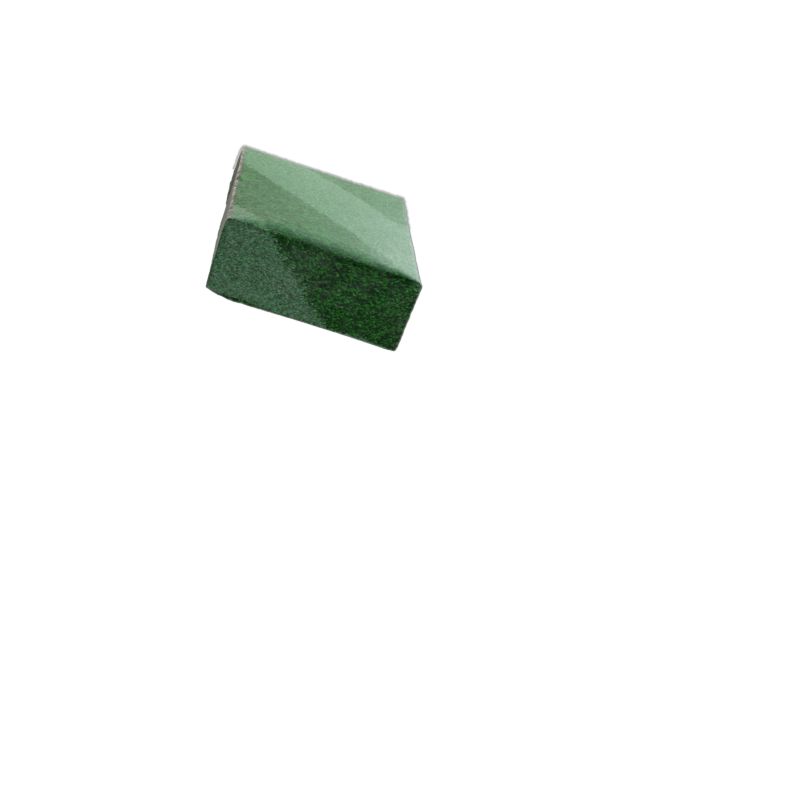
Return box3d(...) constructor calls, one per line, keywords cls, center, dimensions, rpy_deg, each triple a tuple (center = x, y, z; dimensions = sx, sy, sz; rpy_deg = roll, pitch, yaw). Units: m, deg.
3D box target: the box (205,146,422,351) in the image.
box3d(cls="box", center=(-0.075, -0.137, 0.960), dimensions=(0.161, 0.069, 0.225), rpy_deg=(16, 24, -10))
